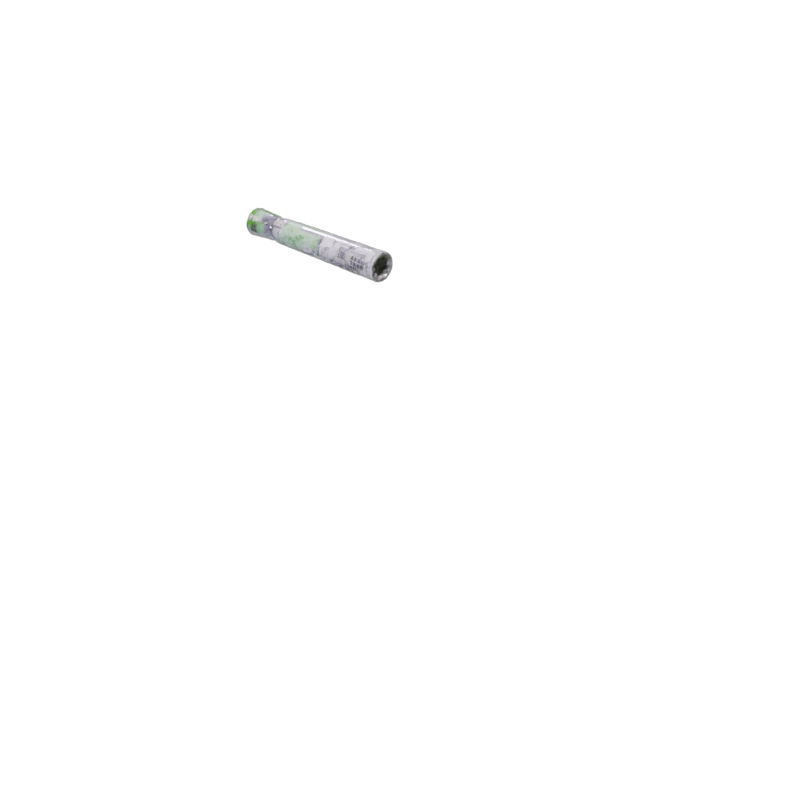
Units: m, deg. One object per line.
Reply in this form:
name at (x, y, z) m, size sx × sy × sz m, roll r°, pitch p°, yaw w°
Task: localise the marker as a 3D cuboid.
marker at (-0.054, -0.099, 0.691) m, size 0.019 × 0.019 × 0.129 m, roll -4°, pitch 22°, yaw -45°
